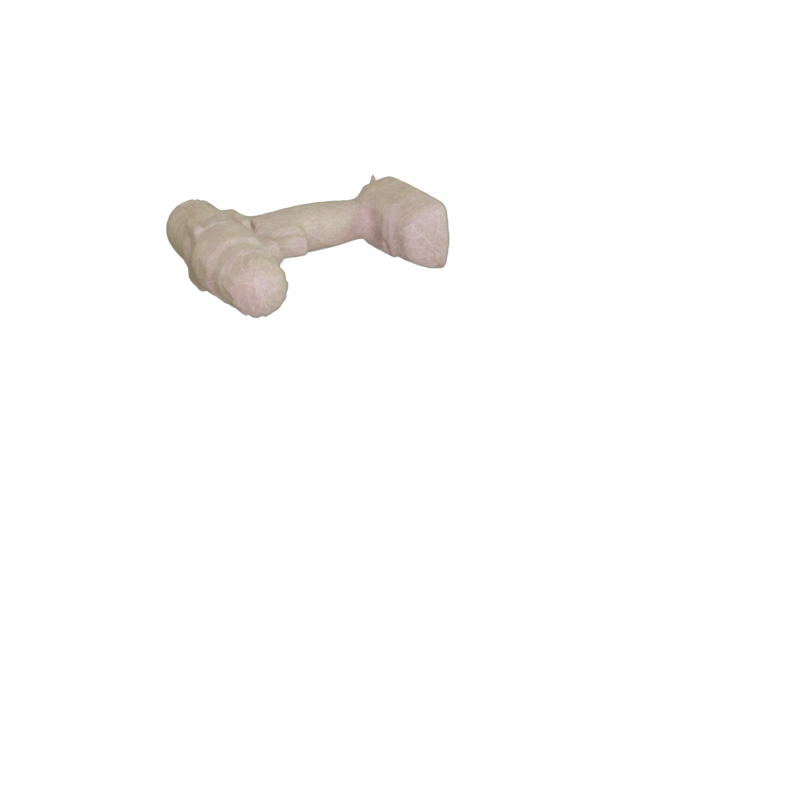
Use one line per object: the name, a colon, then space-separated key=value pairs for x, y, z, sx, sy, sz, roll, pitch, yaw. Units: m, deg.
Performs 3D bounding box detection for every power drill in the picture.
power drill: x=-0.063 y=-0.115 z=0.805 sx=0.184 sy=0.055 sz=0.197 roll=-11 pitch=27 yaw=-22
